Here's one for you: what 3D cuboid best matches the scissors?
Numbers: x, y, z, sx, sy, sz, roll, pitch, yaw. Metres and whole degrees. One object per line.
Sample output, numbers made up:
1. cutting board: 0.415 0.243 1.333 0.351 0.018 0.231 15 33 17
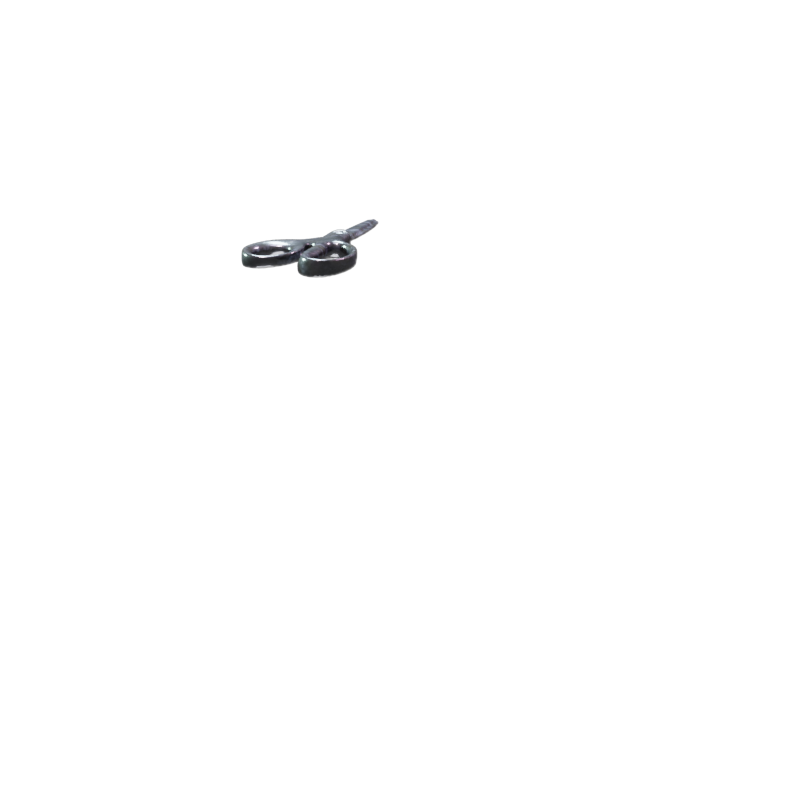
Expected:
1. scissors: -0.070 -0.127 0.889 0.097 0.015 0.208 1 18 2
